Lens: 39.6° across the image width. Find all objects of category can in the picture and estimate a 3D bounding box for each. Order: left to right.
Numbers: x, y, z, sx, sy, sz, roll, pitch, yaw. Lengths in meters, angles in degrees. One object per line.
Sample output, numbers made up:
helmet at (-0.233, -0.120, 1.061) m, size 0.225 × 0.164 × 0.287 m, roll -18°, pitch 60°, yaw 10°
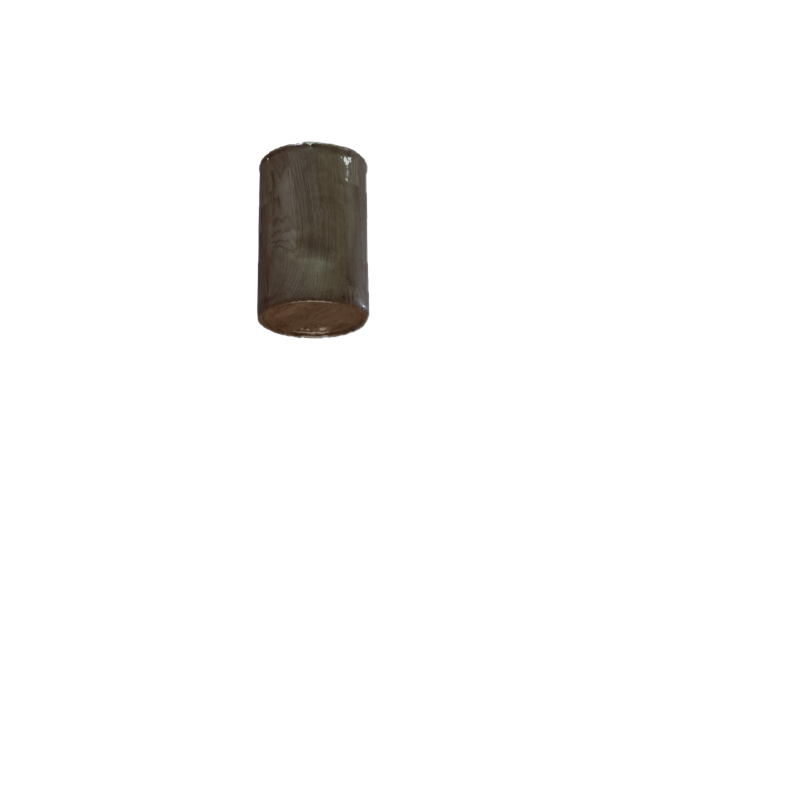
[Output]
can at (-0.053, -0.096, 0.672) m, size 0.068 × 0.108 × 0.065 m, roll 0°, pitch -21°, yaw -2°
